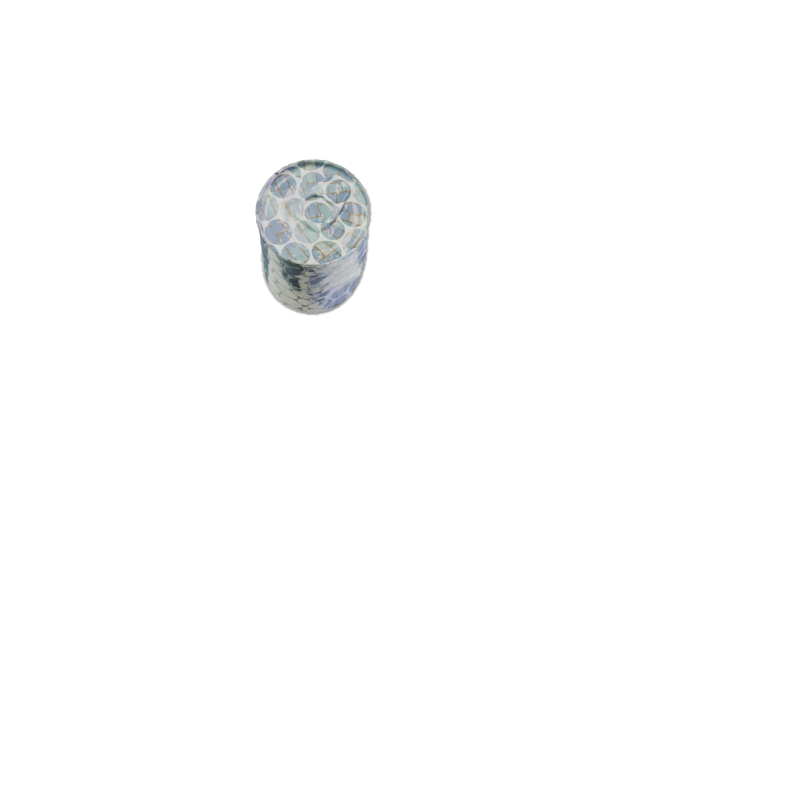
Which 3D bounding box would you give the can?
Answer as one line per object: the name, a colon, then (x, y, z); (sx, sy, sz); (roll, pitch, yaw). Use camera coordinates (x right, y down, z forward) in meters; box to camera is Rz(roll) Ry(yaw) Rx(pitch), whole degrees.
can: (-0.055, -0.100, 0.698); (0.068, 0.071, 0.098); (0, -15, -3)
